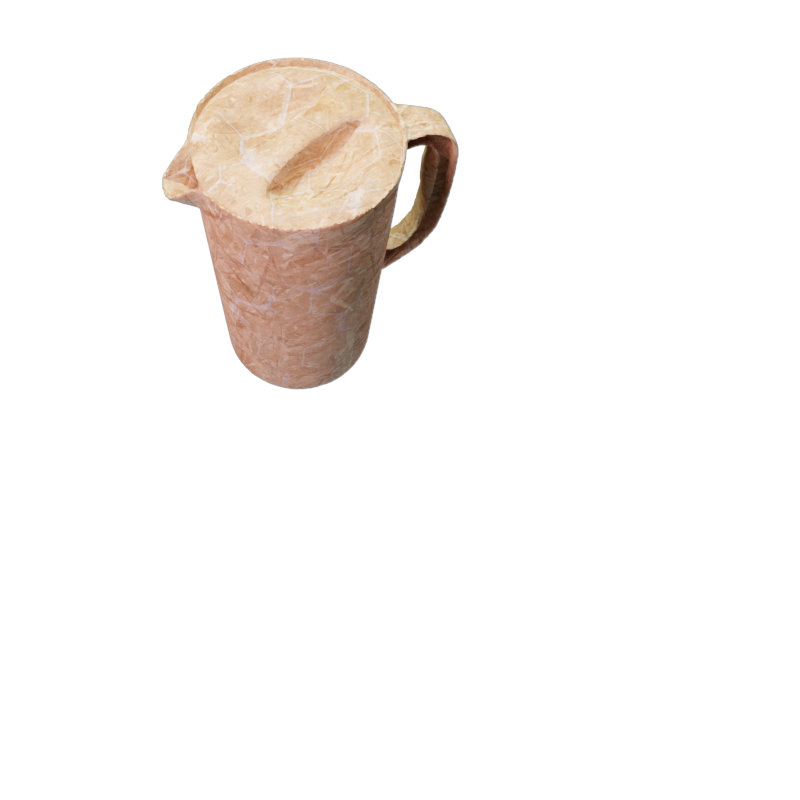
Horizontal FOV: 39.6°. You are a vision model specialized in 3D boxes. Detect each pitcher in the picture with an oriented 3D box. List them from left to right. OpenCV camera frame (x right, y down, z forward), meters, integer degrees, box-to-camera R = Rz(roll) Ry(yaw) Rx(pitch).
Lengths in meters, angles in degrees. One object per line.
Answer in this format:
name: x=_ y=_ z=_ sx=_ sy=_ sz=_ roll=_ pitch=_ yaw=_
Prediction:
pitcher: x=-0.059 y=-0.108 z=0.759 sx=0.153 sy=0.150 sz=0.228 roll=24 pitch=-27 yaw=10
